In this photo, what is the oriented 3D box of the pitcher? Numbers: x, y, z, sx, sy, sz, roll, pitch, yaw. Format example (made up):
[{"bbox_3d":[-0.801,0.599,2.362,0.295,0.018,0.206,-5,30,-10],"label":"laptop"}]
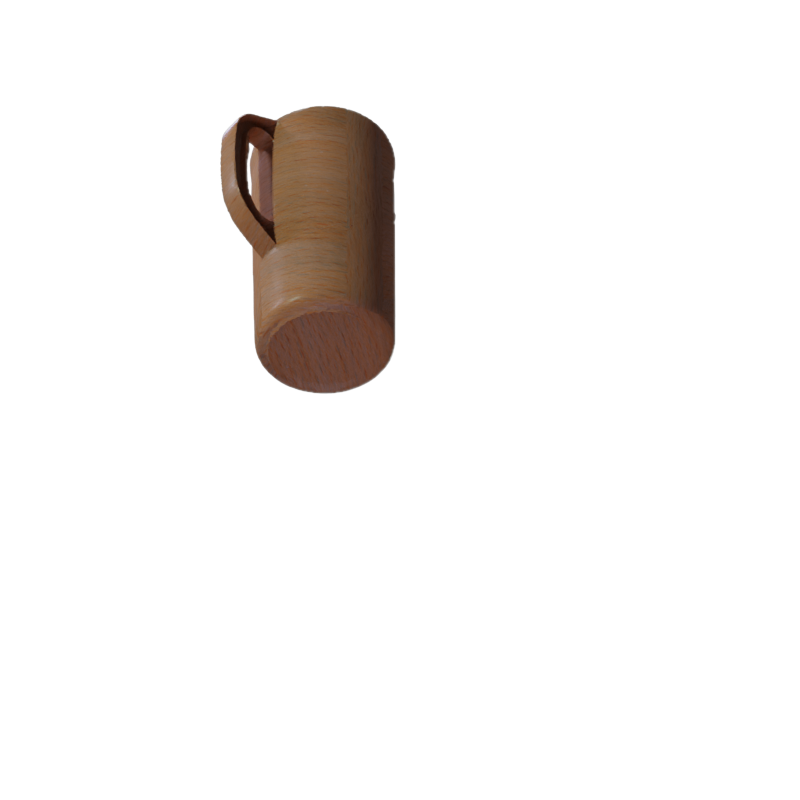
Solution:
[{"bbox_3d":[-0.072,-0.132,0.925,0.149,0.135,0.261,-3,45,0],"label":"pitcher"}]
